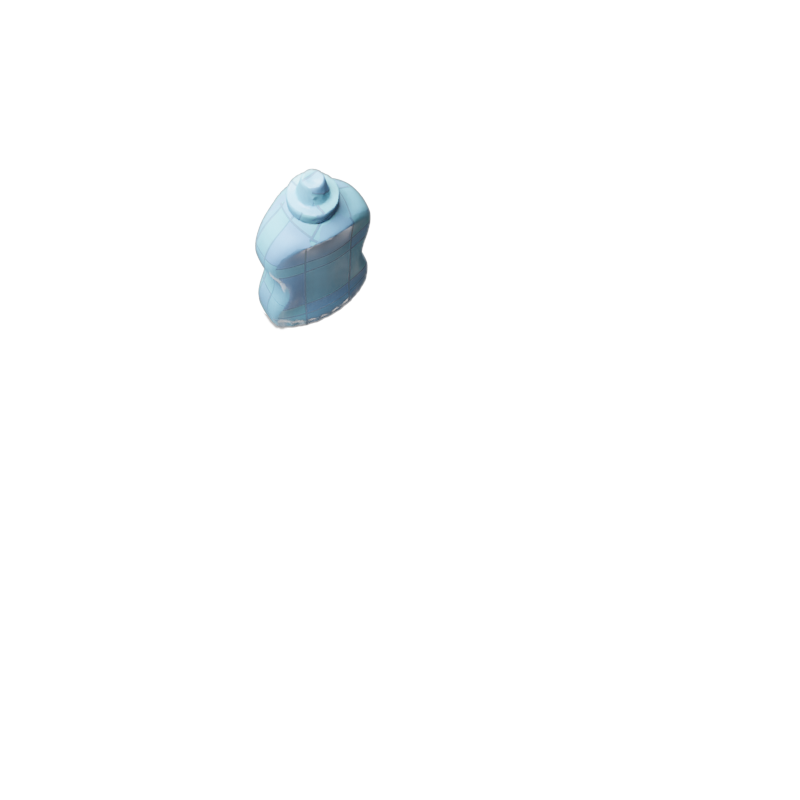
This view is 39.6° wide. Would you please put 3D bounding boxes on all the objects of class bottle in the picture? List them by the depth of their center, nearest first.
[{"bbox_3d":[-0.070,-0.128,0.897,0.096,0.062,0.182,-27,-18,-14],"label":"bottle"}]
